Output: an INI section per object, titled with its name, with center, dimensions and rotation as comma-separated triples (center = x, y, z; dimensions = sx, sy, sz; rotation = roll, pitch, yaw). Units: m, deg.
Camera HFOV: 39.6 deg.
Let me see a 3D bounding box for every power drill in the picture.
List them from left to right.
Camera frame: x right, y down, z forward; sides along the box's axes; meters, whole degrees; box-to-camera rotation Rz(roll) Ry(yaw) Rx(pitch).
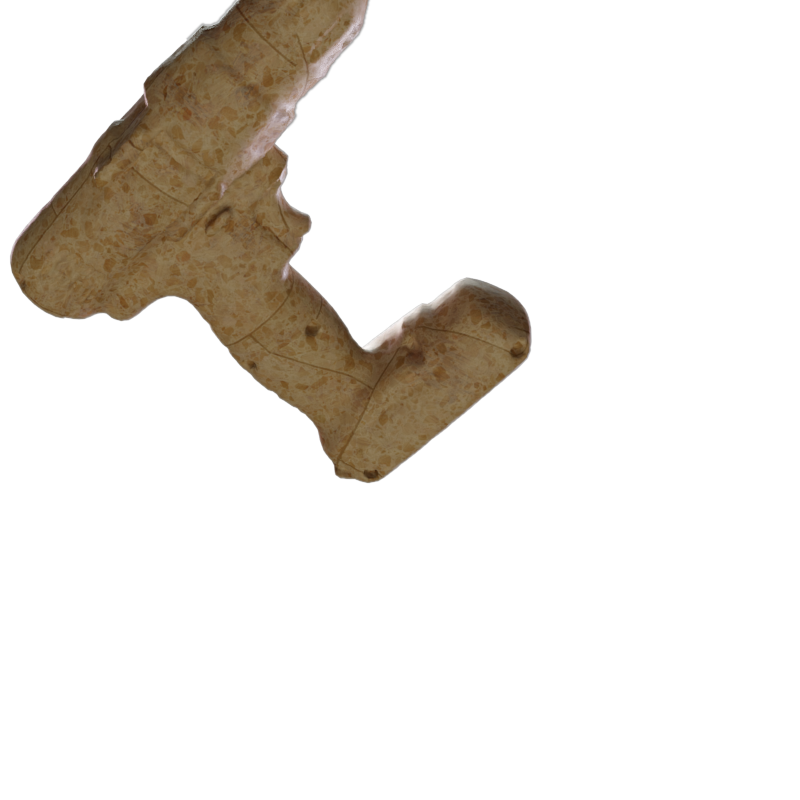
[power drill]
center = -0.035, -0.064, 0.451
dimensions = 0.179, 0.182, 0.061
rotation = 41, 22, -21
